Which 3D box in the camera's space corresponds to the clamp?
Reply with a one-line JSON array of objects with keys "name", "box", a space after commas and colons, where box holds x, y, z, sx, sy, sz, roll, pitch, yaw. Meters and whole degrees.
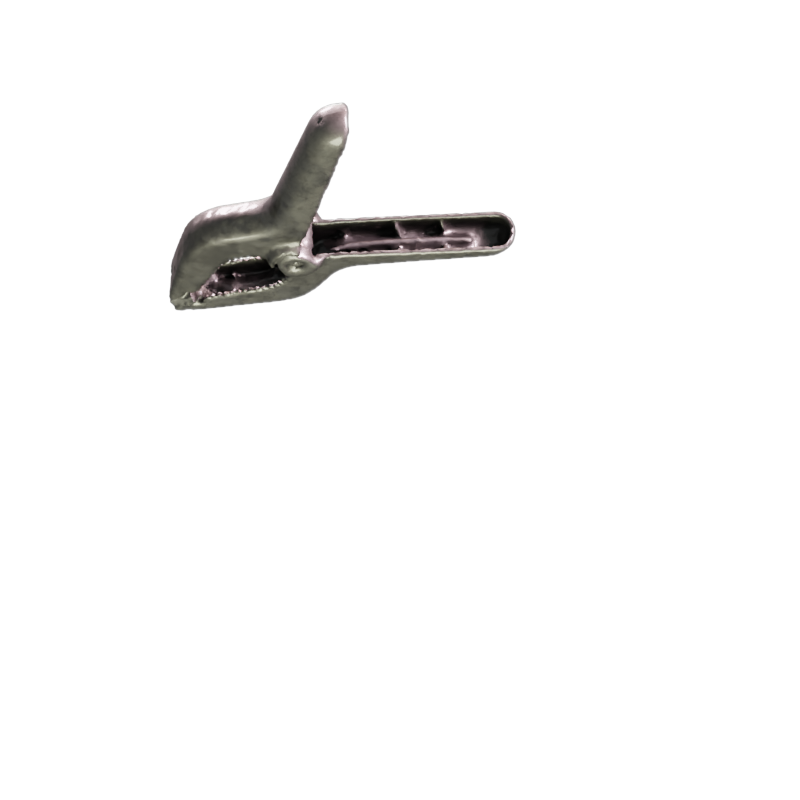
[{"name": "clamp", "box": [-0.051, -0.092, 0.645, 0.211, 0.038, 0.155, -21, -30, 41]}]
